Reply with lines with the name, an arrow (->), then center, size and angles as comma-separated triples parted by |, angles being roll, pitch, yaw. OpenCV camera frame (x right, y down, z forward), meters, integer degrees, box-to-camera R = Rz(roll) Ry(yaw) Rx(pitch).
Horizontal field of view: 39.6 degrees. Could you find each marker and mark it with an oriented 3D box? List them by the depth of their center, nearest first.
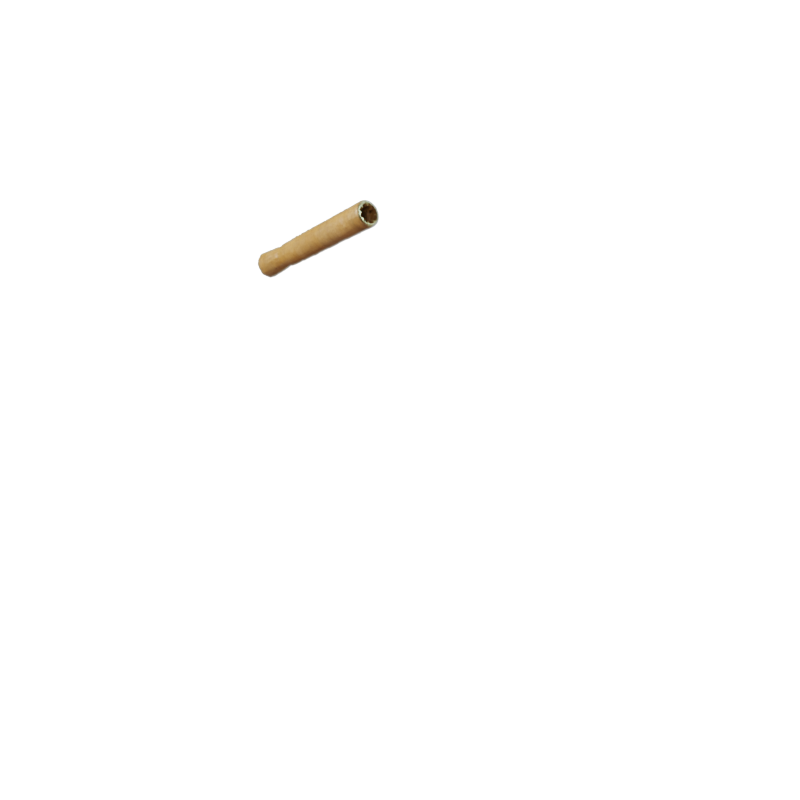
marker -> -0.060, -0.110, 0.768 | 0.019, 0.020, 0.122 | -3, -10, -42
